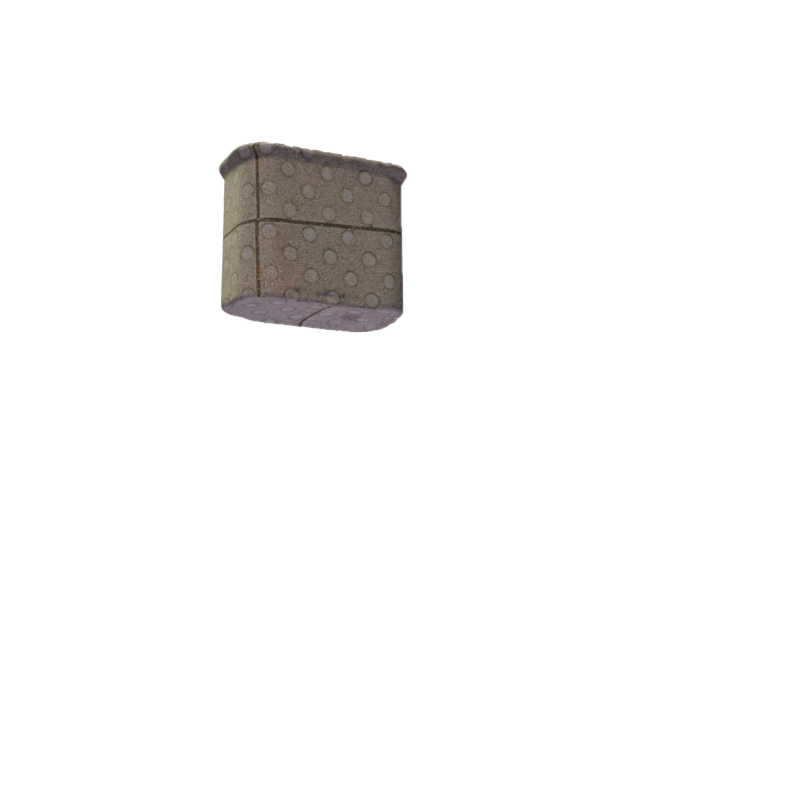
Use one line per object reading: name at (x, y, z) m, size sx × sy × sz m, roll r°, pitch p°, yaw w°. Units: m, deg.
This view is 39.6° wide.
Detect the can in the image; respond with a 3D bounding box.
can at (-0.047, -0.086, 0.601) m, size 0.098 × 0.087 × 0.057 m, roll 6°, pitch -17°, yaw -24°
